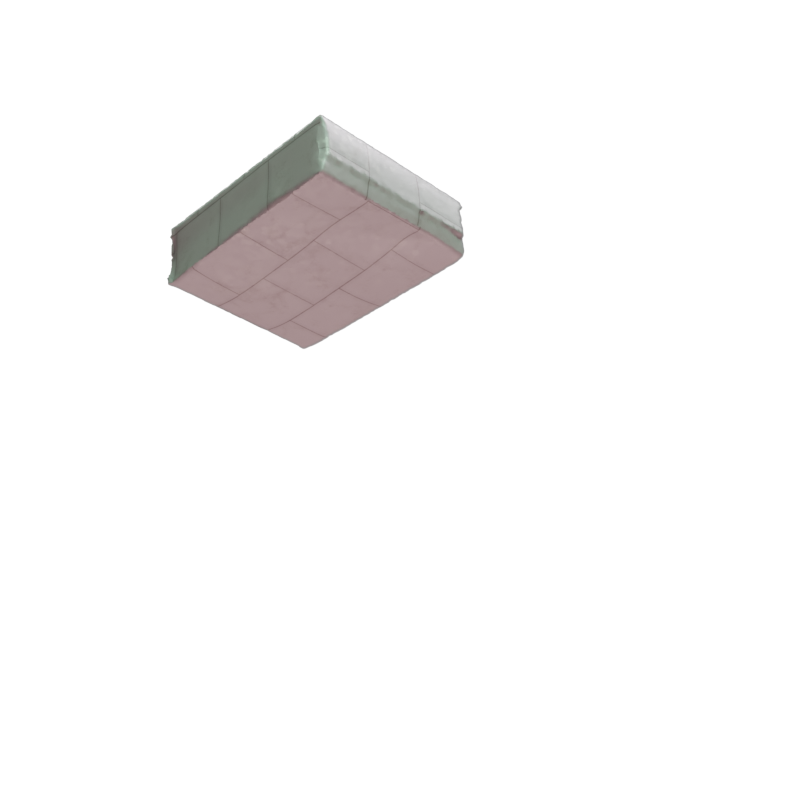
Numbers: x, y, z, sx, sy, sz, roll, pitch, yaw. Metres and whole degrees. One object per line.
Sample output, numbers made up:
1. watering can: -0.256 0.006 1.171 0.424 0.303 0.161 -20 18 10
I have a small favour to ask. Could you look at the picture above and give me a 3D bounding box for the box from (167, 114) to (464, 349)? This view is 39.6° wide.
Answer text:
1. box: -0.041 -0.074 0.520 0.084 0.042 0.113 29 -44 -35
